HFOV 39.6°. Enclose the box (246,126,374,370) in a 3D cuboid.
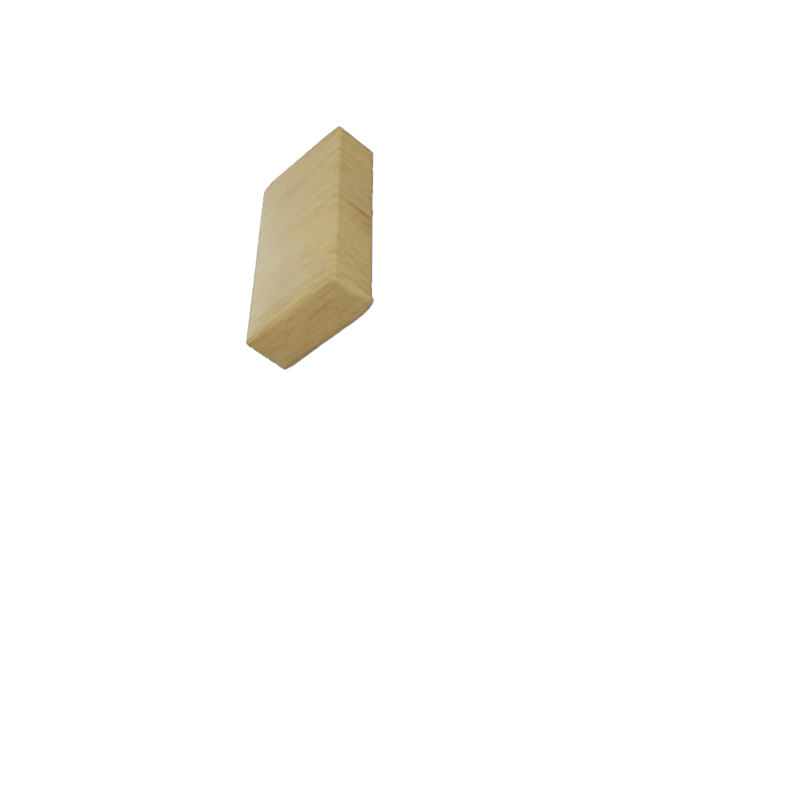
[{"bbox_3d":[-0.065,-0.118,0.823,0.092,0.189,0.045,-35,-52,29],"label":"box"}]
